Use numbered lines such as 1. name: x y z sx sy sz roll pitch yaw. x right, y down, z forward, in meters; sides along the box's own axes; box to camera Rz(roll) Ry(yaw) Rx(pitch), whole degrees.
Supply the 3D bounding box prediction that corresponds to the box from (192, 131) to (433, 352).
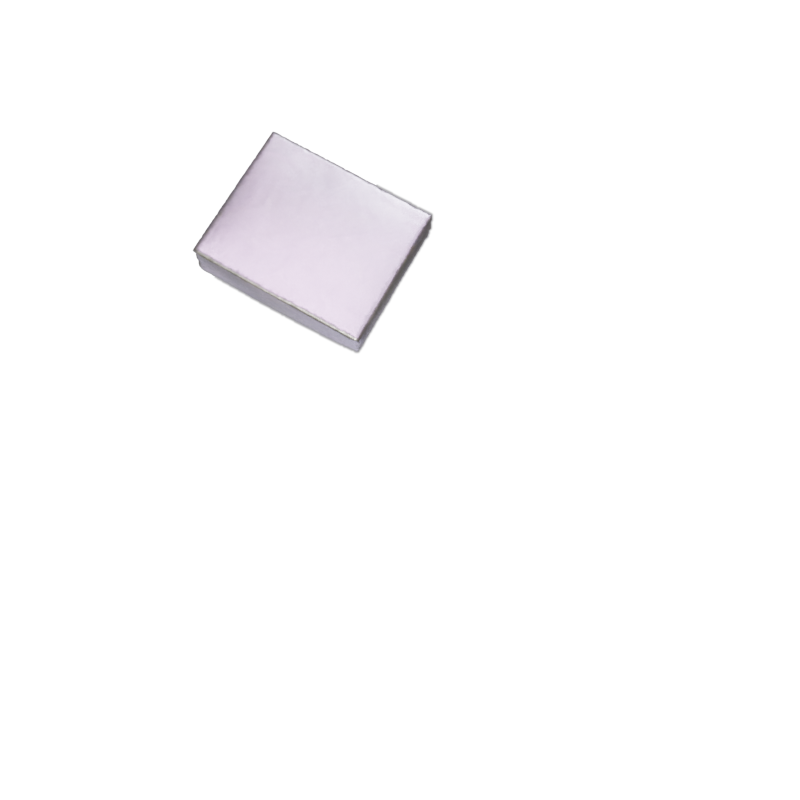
1. box: -0.051 -0.093 0.655 0.116 0.092 0.037 29 -16 9
